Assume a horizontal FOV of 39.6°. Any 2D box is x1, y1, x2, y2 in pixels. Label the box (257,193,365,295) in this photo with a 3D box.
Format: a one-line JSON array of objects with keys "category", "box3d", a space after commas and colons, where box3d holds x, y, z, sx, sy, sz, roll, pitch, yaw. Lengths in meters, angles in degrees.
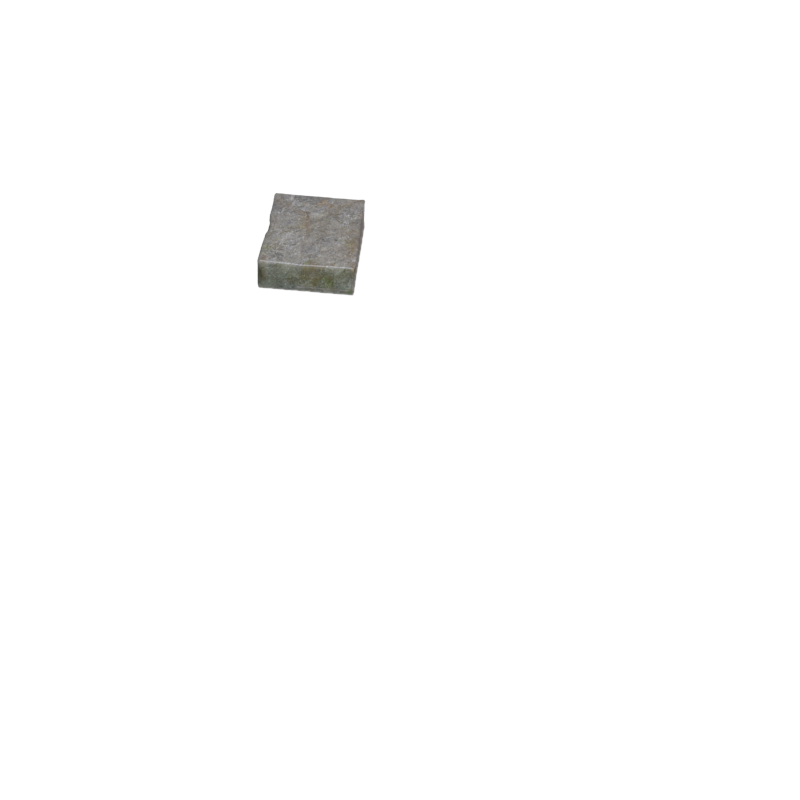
[{"category": "box", "box3d": [-0.067, -0.122, 0.852, 0.074, 0.028, 0.095, 4, 44, 4]}]
